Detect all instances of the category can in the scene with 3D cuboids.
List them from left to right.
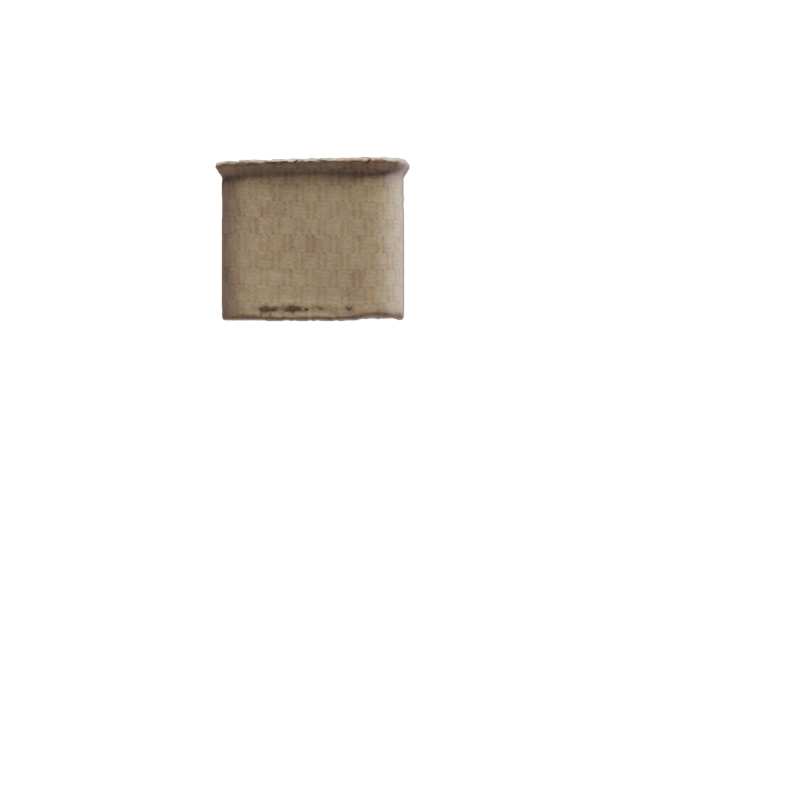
[{"bbox_3d":[-0.047,-0.085,0.593,0.103,0.084,0.057,0,0,9],"label":"can"}]
